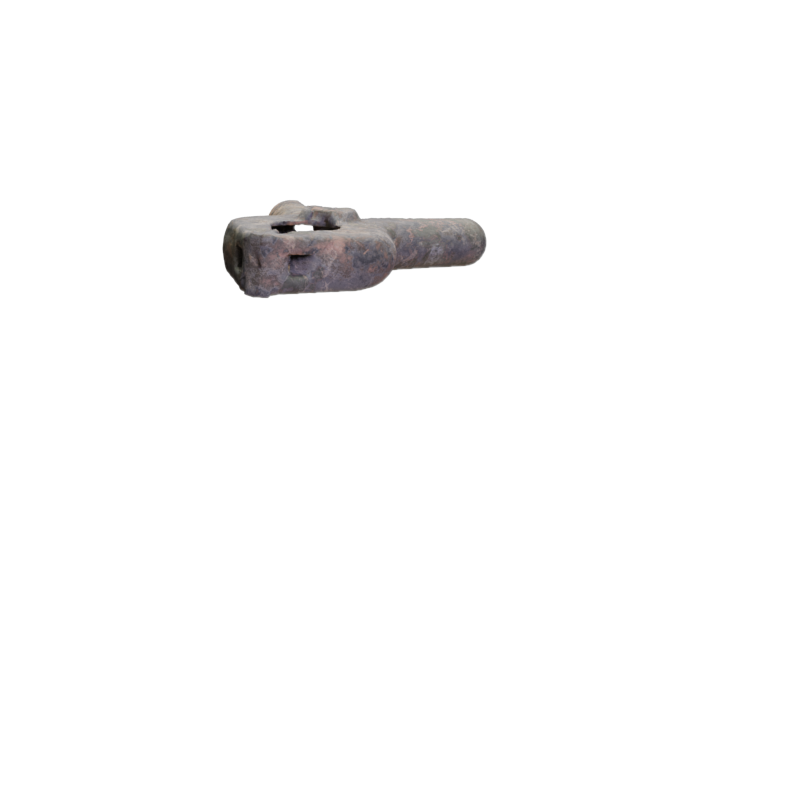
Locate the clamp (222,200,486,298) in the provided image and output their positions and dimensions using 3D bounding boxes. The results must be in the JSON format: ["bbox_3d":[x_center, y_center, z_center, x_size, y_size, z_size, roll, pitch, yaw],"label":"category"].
[{"bbox_3d":[-0.042,-0.077,0.539,0.124,0.039,0.168,5,11,27],"label":"clamp"}]
